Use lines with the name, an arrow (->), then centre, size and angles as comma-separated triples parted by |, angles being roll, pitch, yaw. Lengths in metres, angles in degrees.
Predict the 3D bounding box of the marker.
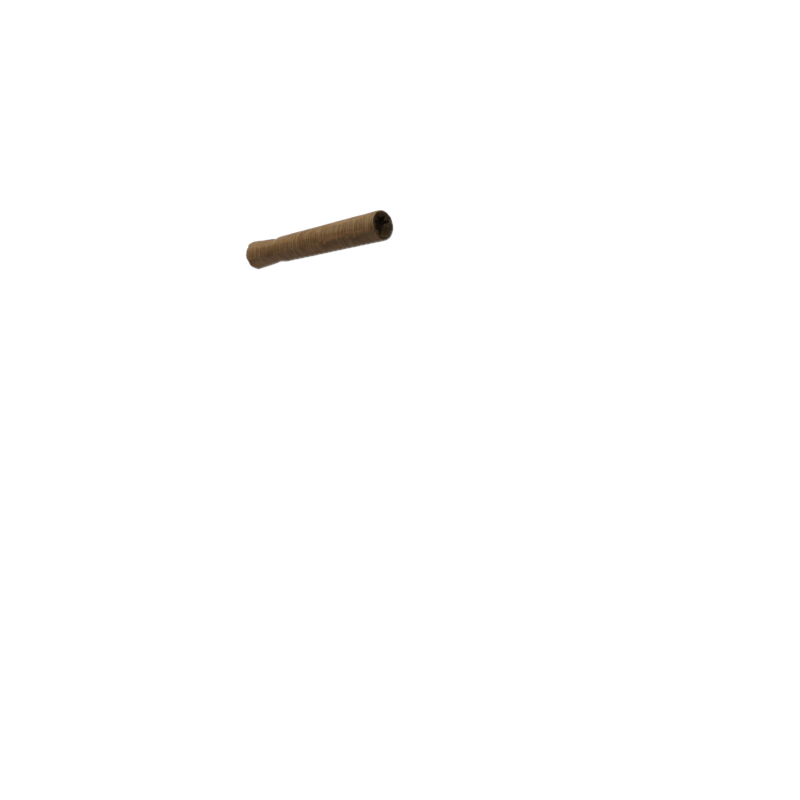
marker -> -0.055, -0.100, 0.702 | 0.124, 0.020, 0.019 | -5, -1, 43
